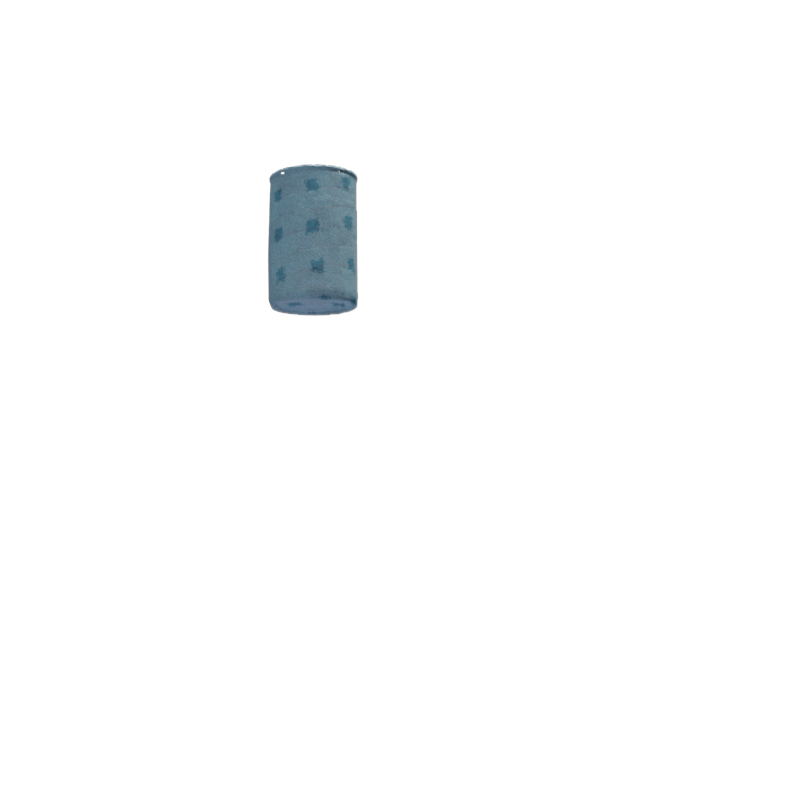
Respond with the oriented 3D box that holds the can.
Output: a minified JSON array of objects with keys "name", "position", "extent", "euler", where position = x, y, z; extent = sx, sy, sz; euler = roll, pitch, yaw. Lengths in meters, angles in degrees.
[{"name":"can","position":[-0.066,-0.120,0.841],"extent":[0.068,0.106,0.066],"euler":[0,-12,-2]}]
